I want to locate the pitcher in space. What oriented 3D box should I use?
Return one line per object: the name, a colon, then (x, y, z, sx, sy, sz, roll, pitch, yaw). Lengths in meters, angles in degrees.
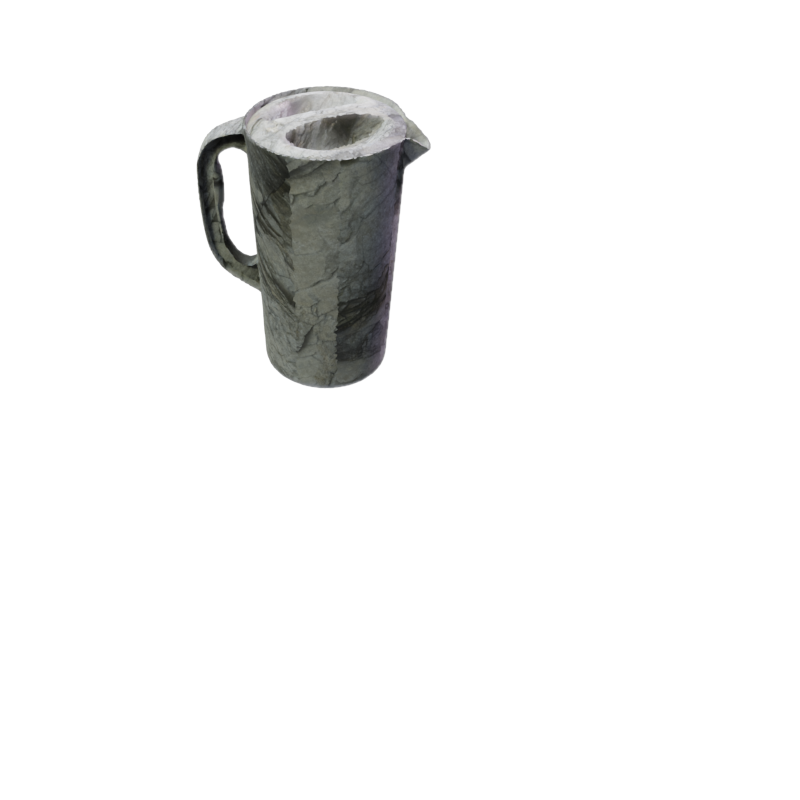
pitcher: (-0.074, -0.134, 0.940, 0.145, 0.228, 0.159, -28, 45, -35)
